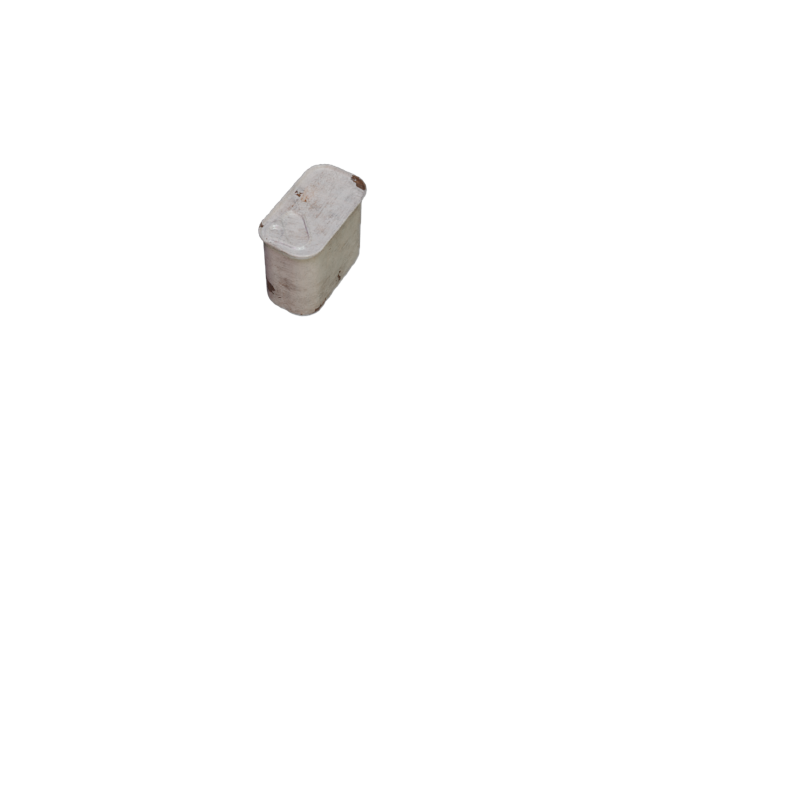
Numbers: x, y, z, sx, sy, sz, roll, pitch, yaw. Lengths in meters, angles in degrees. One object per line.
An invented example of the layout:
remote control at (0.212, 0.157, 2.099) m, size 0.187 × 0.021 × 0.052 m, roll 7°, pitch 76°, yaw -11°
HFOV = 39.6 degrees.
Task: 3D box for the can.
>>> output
can at (-0.073, -0.133, 0.930) m, size 0.060 × 0.105 × 0.078 m, roll 25°, pitch -34°, yaw 15°
